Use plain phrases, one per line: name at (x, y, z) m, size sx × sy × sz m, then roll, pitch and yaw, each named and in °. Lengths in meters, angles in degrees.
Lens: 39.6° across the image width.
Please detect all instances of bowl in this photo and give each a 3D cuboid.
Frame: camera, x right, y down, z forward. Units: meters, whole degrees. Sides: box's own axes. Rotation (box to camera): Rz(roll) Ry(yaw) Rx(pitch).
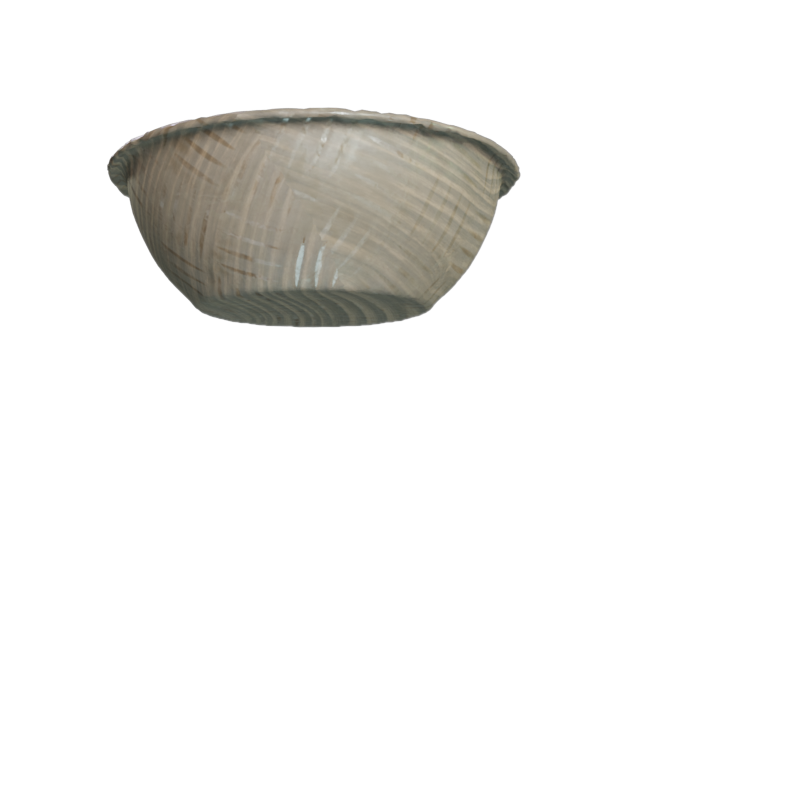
bowl at (-0.034, -0.062, 0.436) m, size 0.162 × 0.056 × 0.159 m, roll 0°, pitch -6°, yaw -2°
